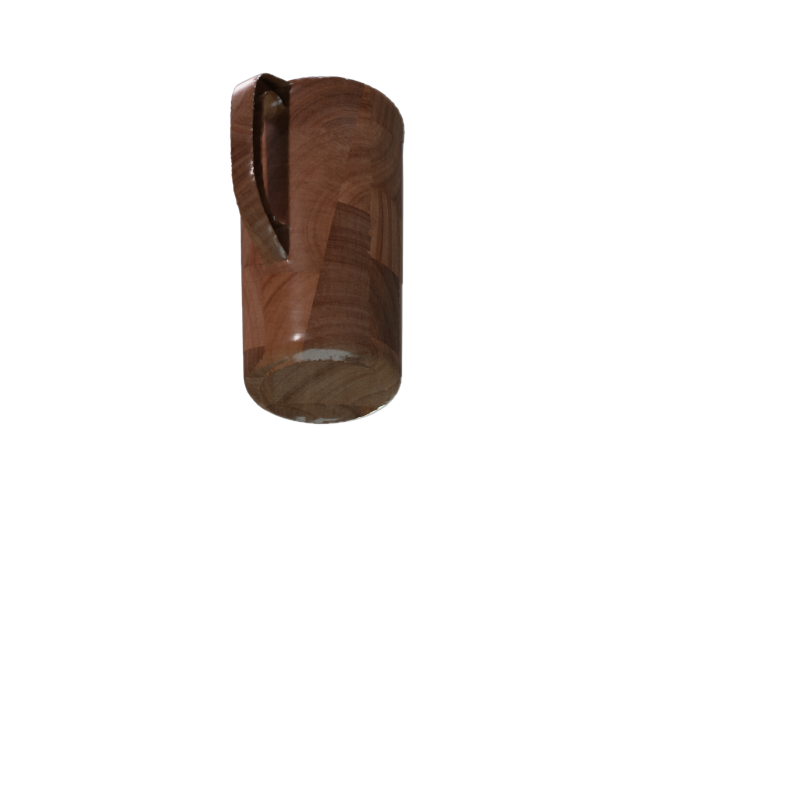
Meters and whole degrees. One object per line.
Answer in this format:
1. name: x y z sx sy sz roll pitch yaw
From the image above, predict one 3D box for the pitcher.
1. pitcher: -0.064 -0.116 0.812 0.146 0.260 0.138 7 -35 -13
